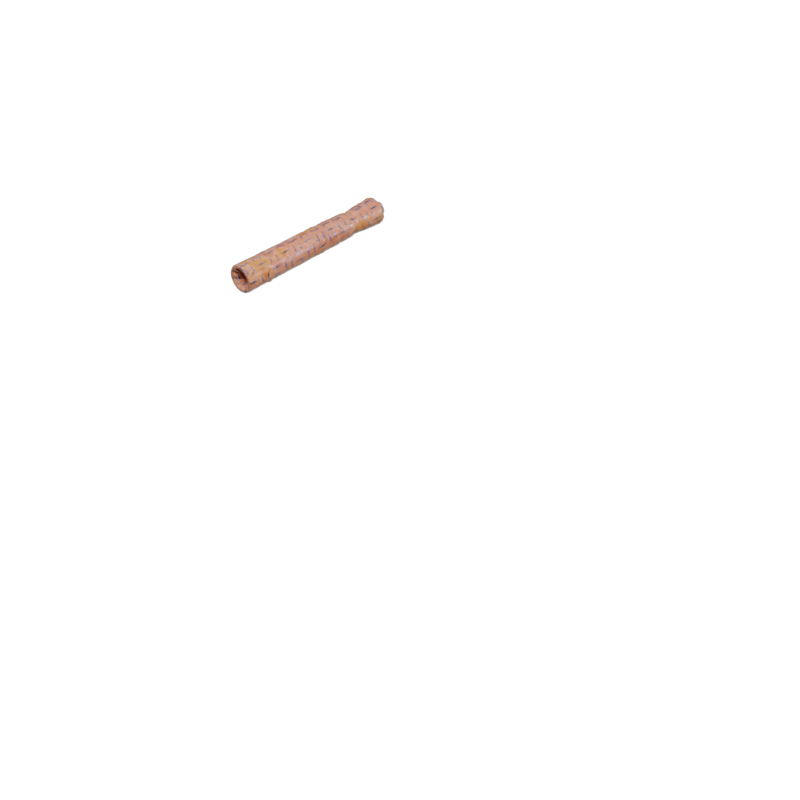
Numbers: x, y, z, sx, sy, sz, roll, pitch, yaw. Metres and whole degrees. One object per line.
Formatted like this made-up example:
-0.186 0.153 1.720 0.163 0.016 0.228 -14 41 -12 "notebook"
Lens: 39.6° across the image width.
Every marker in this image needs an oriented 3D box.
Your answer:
-0.055 -0.100 0.700 0.121 0.019 0.021 -33 24 -35 "marker"
